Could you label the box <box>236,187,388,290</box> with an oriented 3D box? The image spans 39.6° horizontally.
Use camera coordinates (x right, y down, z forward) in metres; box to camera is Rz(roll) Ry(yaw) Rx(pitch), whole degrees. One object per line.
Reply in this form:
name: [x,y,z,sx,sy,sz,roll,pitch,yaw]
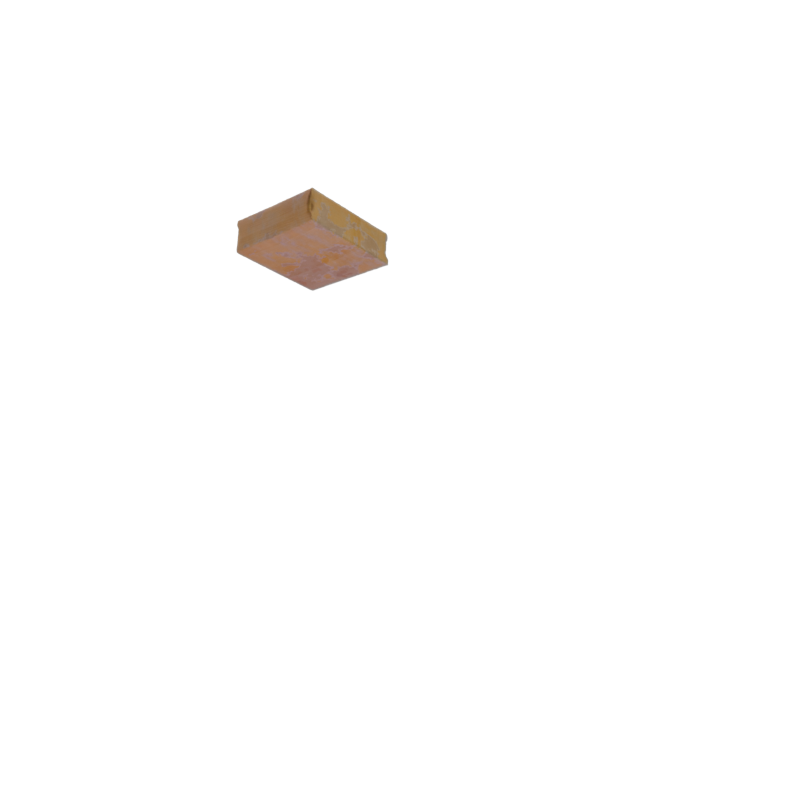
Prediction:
box: [-0.063,-0.116,0.809,0.074,0.032,0.083,-17,-28,36]
